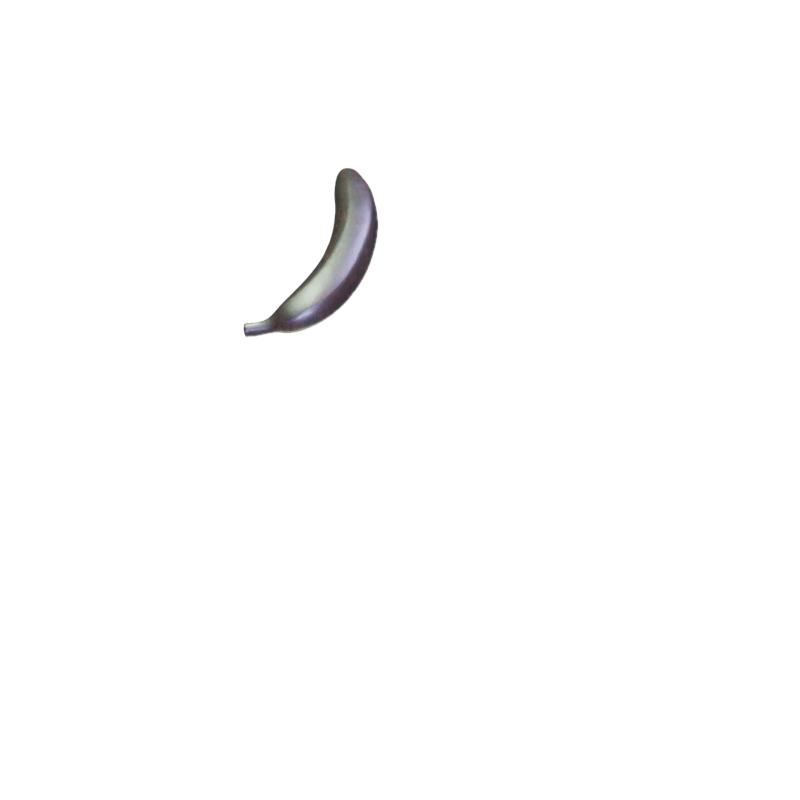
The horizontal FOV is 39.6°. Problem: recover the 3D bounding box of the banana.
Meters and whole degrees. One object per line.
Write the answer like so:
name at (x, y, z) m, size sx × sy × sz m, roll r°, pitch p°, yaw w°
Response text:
banana at (-0.056, -0.122, 0.913) m, size 0.072 × 0.206 × 0.034 m, roll 18°, pitch -37°, yaw 13°
